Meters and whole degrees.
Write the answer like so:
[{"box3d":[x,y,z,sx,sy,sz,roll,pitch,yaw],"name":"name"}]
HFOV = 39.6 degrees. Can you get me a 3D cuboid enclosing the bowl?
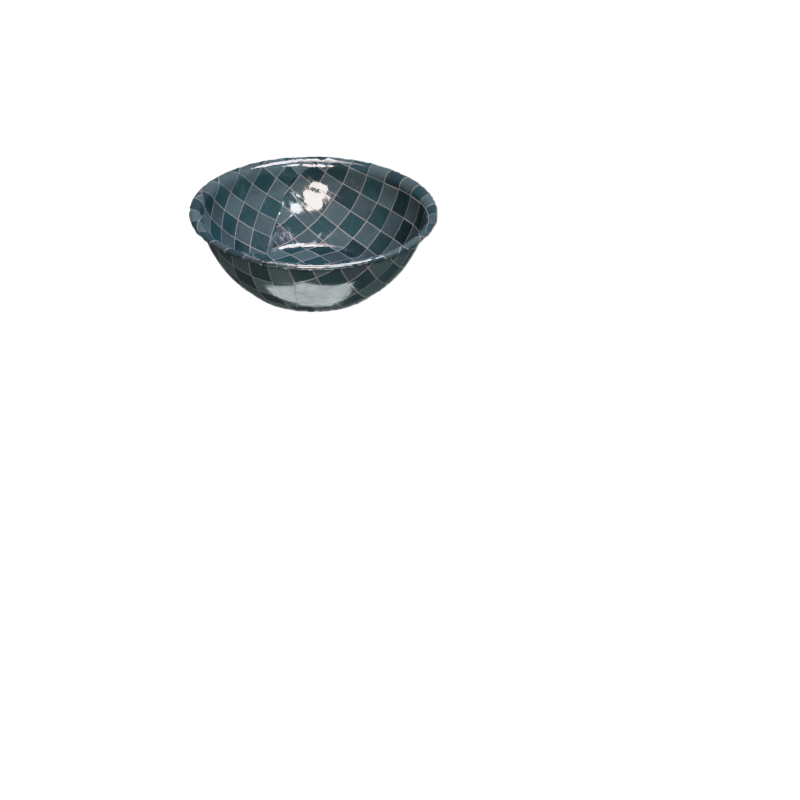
[{"box3d":[-0.057,-0.105,0.732,0.162,0.052,0.173,-1,33,-2],"name":"bowl"}]
